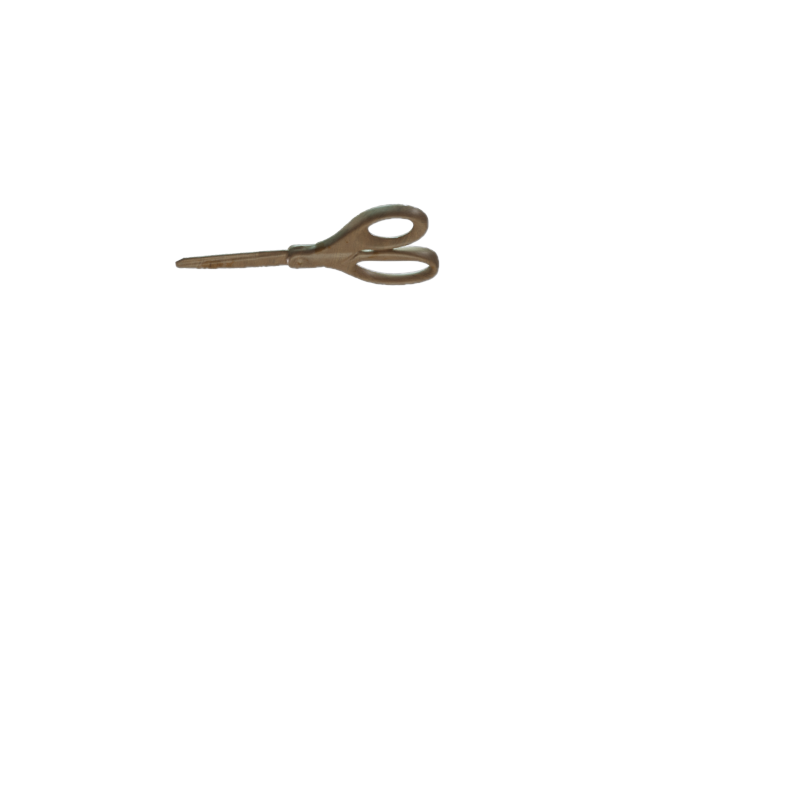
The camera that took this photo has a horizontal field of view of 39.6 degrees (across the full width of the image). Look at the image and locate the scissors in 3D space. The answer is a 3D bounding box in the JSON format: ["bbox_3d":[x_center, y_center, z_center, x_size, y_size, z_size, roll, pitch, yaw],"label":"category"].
[{"bbox_3d":[-0.065,-0.119,0.836,0.199,0.017,0.091,5,-34,-8],"label":"scissors"}]
